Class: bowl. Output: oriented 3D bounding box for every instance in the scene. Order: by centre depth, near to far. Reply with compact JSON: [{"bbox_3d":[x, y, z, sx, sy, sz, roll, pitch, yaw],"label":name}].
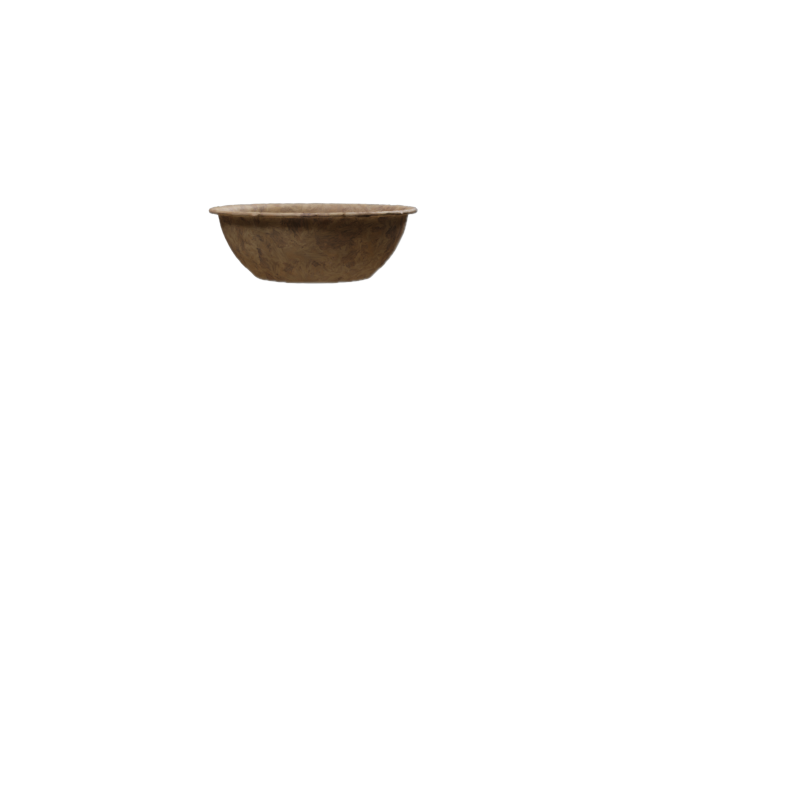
[{"bbox_3d":[-0.067,-0.123,0.861,0.162,0.054,0.166,0,12,-2],"label":"bowl"}]
